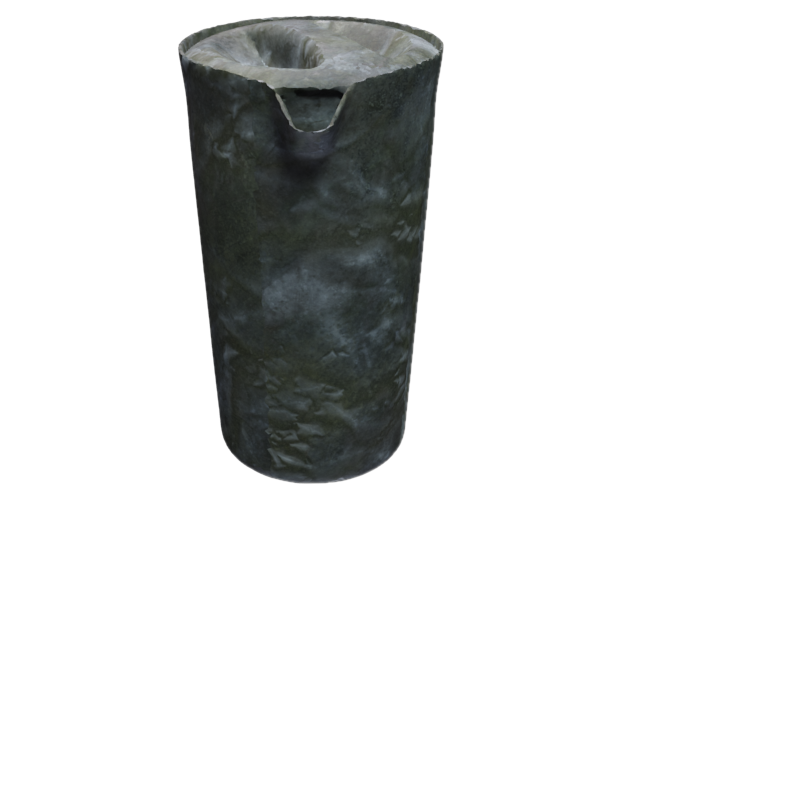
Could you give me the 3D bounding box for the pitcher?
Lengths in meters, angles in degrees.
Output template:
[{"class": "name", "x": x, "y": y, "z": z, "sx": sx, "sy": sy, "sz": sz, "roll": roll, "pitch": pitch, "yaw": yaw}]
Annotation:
[{"class": "pitcher", "x": -0.048, "y": -0.088, "z": 0.614, "sx": 0.154, "sy": 0.230, "sz": 0.148, "roll": 23, "pitch": 34, "yaw": 35}]
